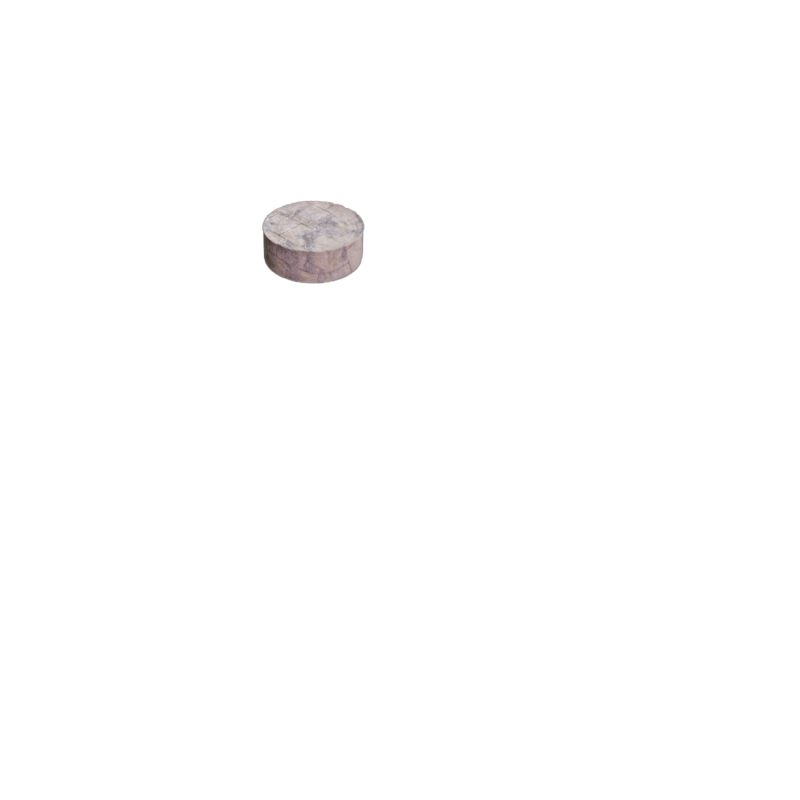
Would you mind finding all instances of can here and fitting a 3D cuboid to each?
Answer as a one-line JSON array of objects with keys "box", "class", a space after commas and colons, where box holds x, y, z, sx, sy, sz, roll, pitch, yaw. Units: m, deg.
[{"box": [-0.073, -0.134, 0.936, 0.086, 0.031, 0.092, -1, 36, -2], "class": "can"}]
